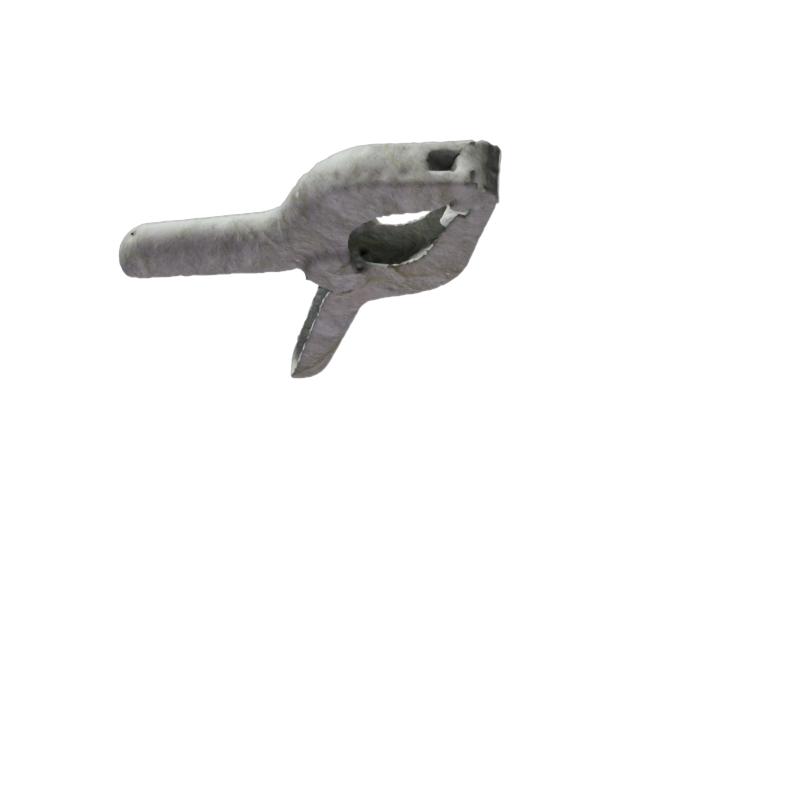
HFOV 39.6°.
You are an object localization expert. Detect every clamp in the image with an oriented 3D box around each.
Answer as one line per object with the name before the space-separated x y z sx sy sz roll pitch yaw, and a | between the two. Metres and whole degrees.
clamp | -0.037 -0.067 0.469 0.113 0.042 0.170 23 -38 -33
